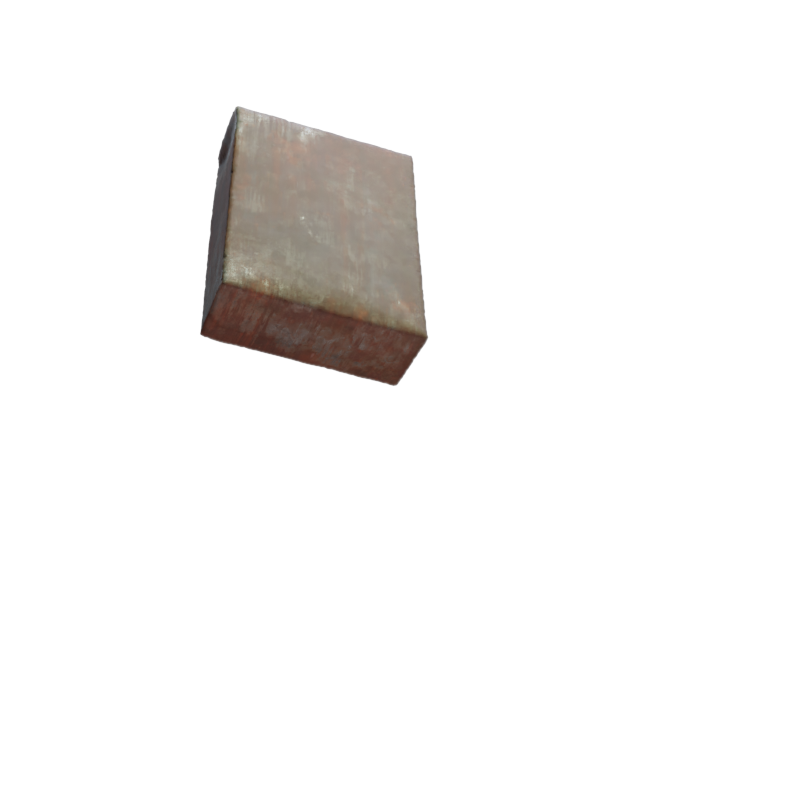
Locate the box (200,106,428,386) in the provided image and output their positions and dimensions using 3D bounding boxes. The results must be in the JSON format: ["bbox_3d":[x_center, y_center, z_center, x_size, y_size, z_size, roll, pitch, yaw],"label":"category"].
[{"bbox_3d":[-0.070,-0.128,0.897,0.160,0.230,0.069,13,-45,-16],"label":"box"}]
